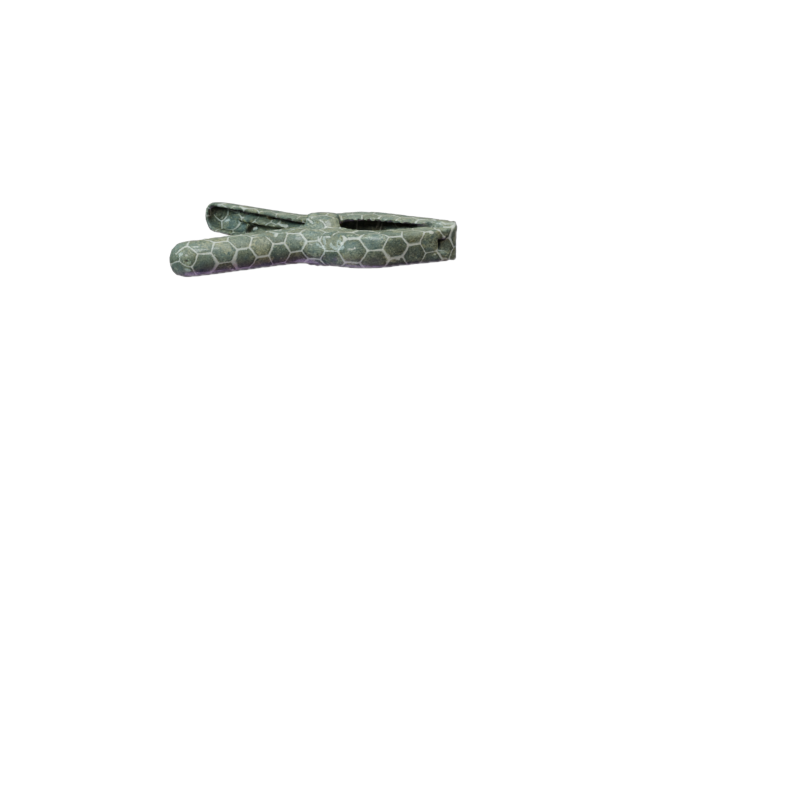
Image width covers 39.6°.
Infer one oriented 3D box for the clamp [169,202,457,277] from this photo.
[{"bbox_3d":[-0.065,-0.118,0.828,0.213,0.035,0.169,3,22,9],"label":"clamp"}]
